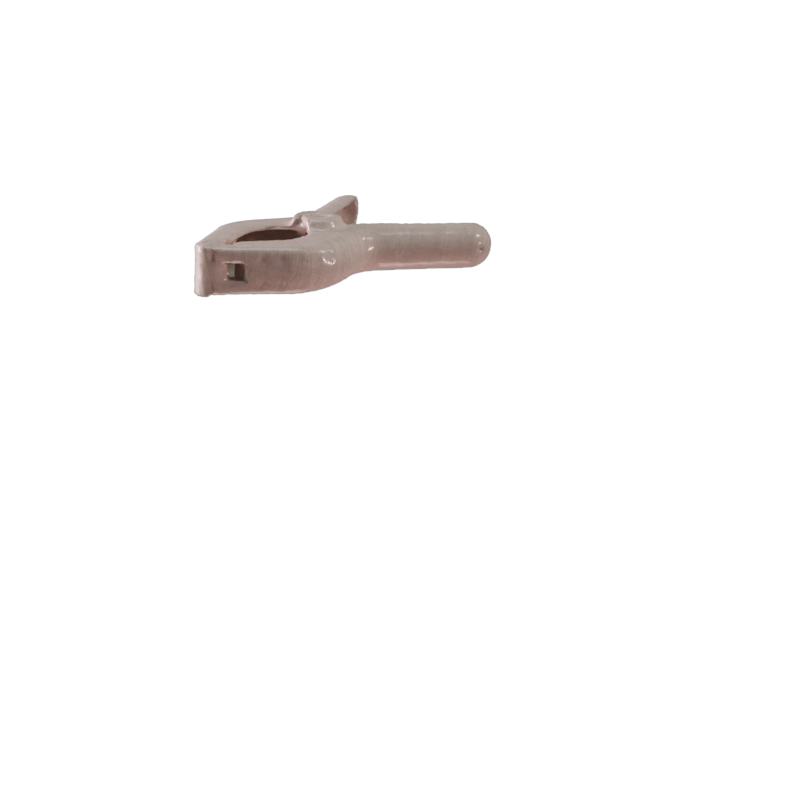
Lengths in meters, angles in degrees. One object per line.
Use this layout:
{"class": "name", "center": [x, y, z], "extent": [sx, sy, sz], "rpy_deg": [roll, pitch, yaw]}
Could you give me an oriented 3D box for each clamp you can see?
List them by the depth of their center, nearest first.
{"class": "clamp", "center": [-0.049, -0.089, 0.621], "extent": [0.167, 0.038, 0.127], "rpy_deg": [-11, 18, -34]}
